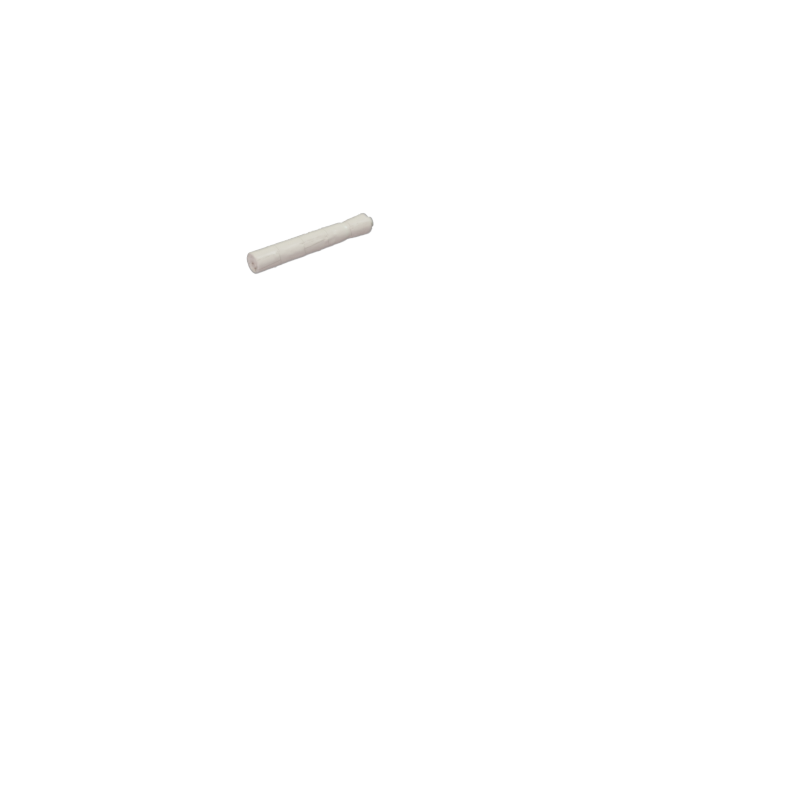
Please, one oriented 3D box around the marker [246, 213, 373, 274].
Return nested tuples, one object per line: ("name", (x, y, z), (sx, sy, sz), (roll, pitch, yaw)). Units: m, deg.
("marker", (-0.073, -0.134, 0.936), (0.120, 0.019, 0.020), (-24, 16, -28))
